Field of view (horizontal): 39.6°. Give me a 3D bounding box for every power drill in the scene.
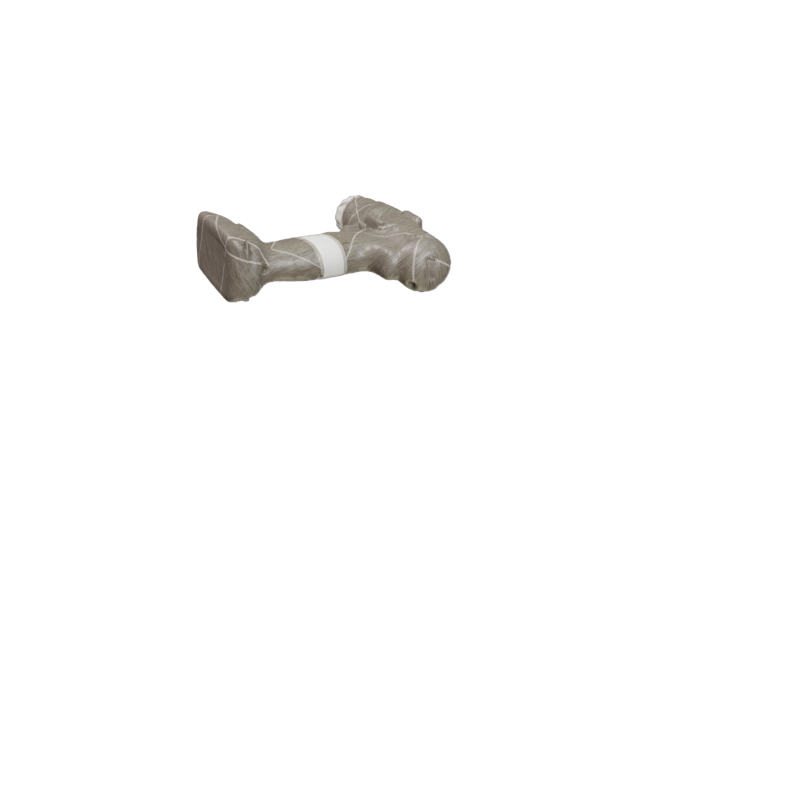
[{"bbox_3d":[-0.073,-0.134,0.938,0.184,0.055,0.196,-8,24,-20],"label":"power drill"}]
